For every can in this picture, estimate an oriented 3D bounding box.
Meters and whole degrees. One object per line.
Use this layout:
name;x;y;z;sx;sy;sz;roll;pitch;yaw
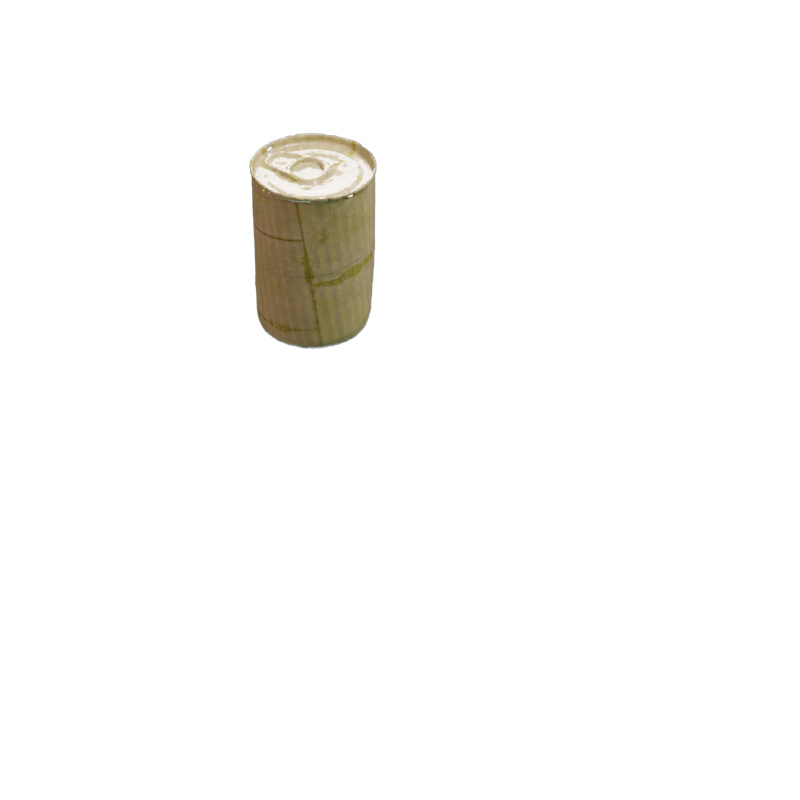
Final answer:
can;-0.048;-0.088;0.618;0.068;0.095;0.073;0;39;-3
